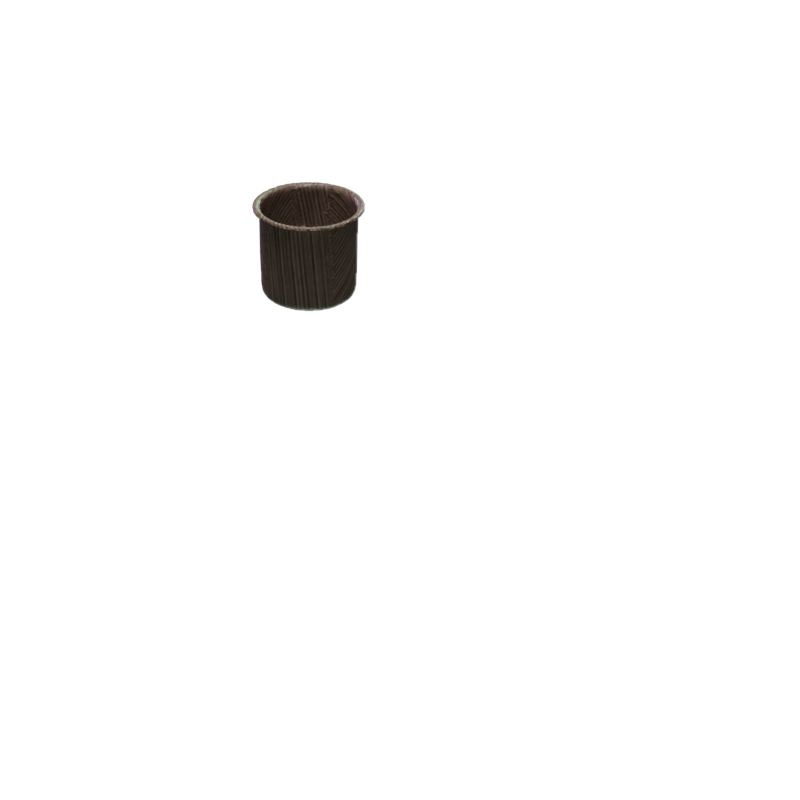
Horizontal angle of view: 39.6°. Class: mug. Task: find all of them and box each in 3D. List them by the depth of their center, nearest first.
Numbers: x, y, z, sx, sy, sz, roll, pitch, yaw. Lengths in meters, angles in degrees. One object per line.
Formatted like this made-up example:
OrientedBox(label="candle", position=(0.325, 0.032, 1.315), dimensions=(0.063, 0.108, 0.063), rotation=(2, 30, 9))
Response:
OrientedBox(label="mug", position=(-0.074, -0.134, 0.941), dimensions=(0.095, 0.077, 0.122), rotation=(9, 33, 13))
